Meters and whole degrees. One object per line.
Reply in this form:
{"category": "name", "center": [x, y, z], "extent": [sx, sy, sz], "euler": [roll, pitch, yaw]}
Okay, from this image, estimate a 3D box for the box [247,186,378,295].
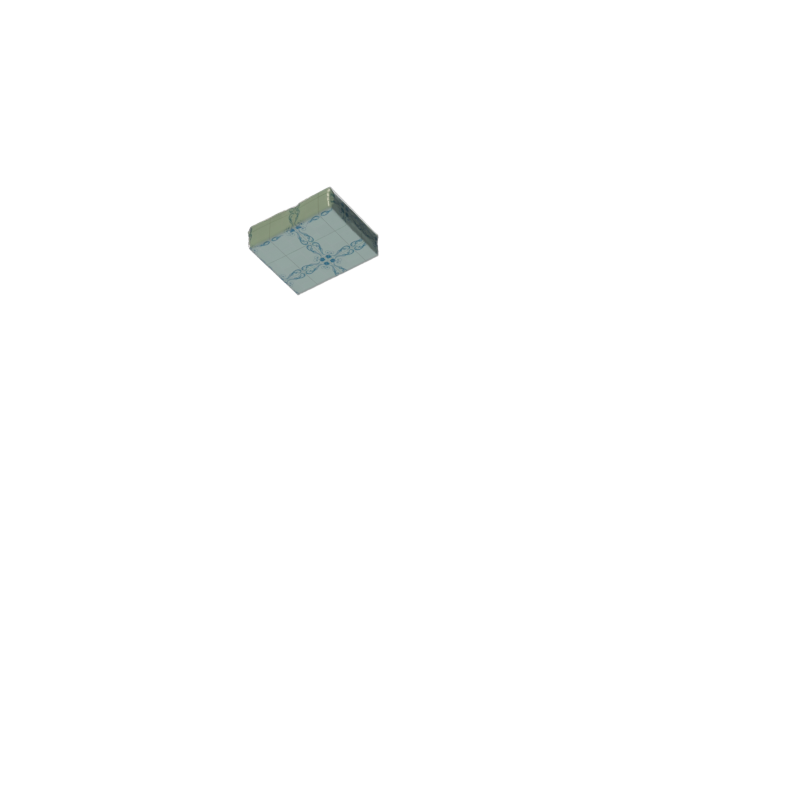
{"category": "box", "center": [-0.075, -0.136, 0.952], "extent": [0.090, 0.032, 0.068], "euler": [-23, -44, 25]}
